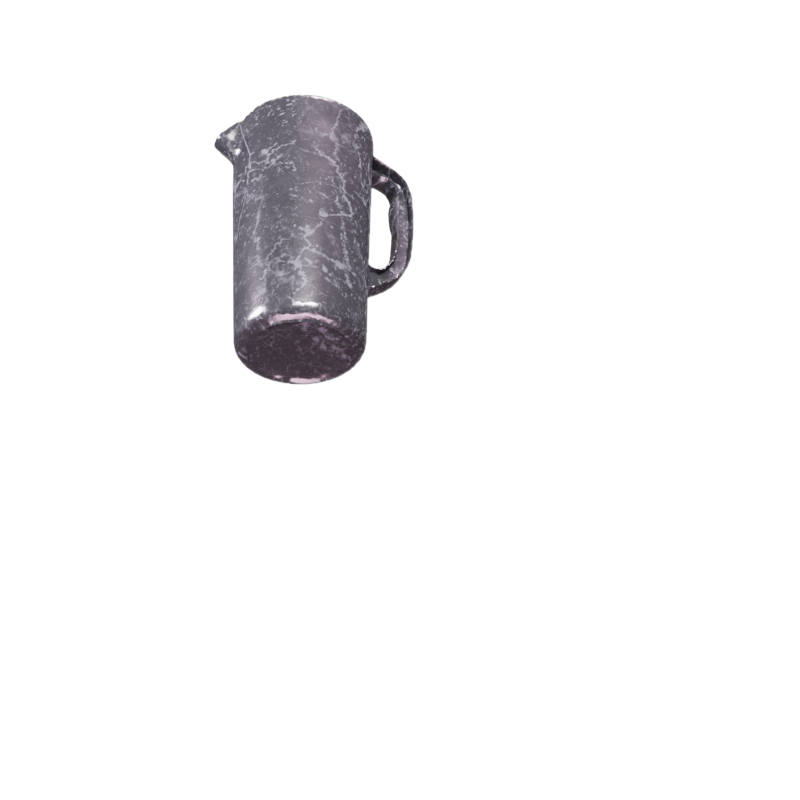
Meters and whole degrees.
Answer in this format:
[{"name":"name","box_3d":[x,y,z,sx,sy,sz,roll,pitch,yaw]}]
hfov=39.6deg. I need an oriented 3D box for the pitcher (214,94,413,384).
[{"name":"pitcher","box_3d":[-0.076,-0.138,0.969,0.151,0.260,0.134,-16,-39,17]}]
